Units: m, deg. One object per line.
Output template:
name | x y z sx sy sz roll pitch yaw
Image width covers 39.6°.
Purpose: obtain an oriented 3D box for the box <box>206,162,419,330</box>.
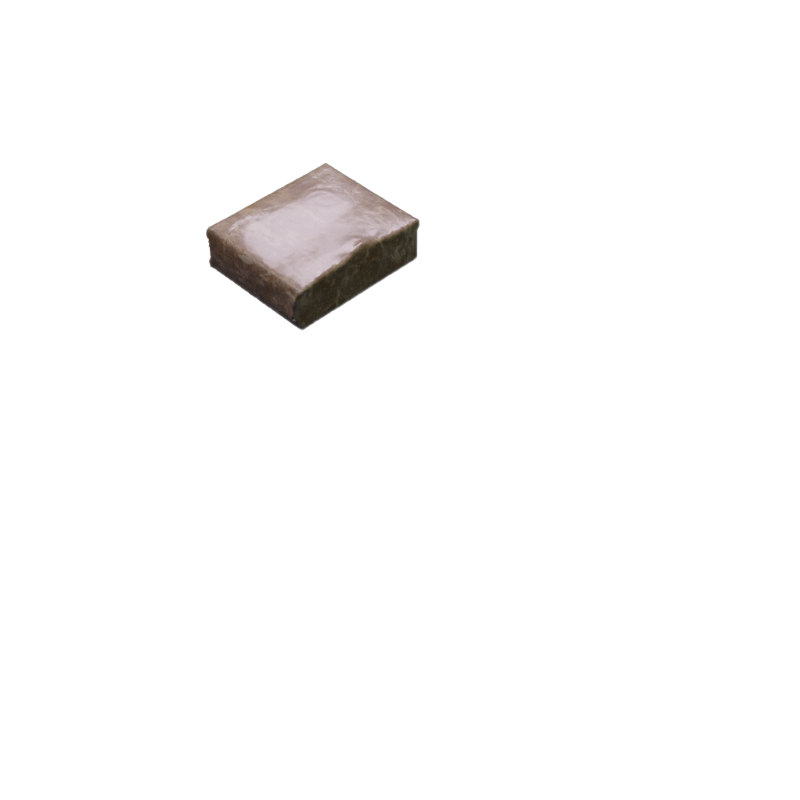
box | -0.046 -0.084 0.586 0.090 0.028 0.078 -34 53 -31
